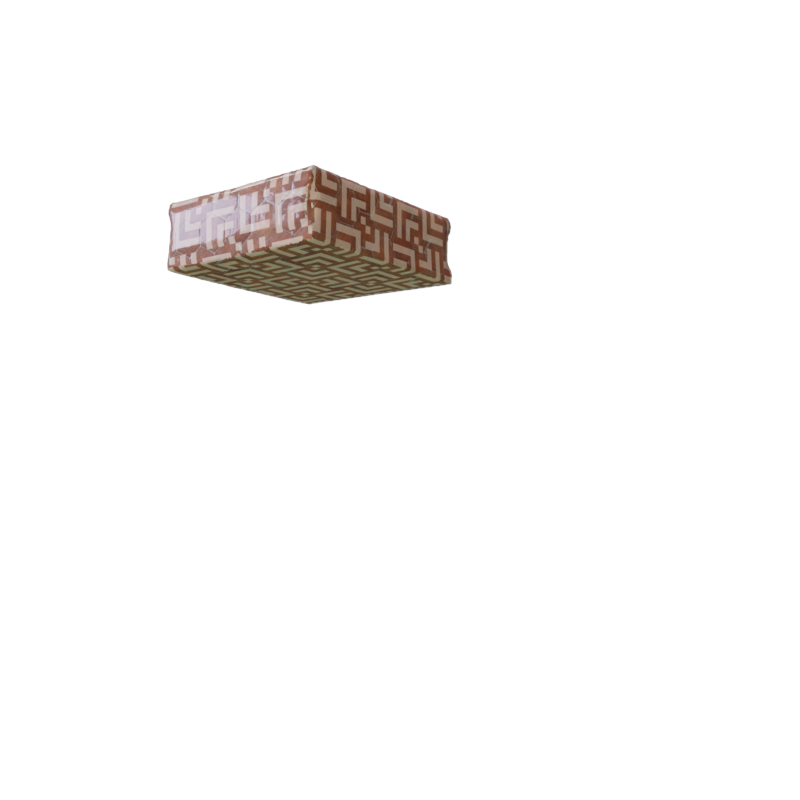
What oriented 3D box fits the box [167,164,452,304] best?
[{"bbox_3d":[-0.034,-0.061,0.430,0.075,0.031,0.085,-6,-10,37],"label":"box"}]
